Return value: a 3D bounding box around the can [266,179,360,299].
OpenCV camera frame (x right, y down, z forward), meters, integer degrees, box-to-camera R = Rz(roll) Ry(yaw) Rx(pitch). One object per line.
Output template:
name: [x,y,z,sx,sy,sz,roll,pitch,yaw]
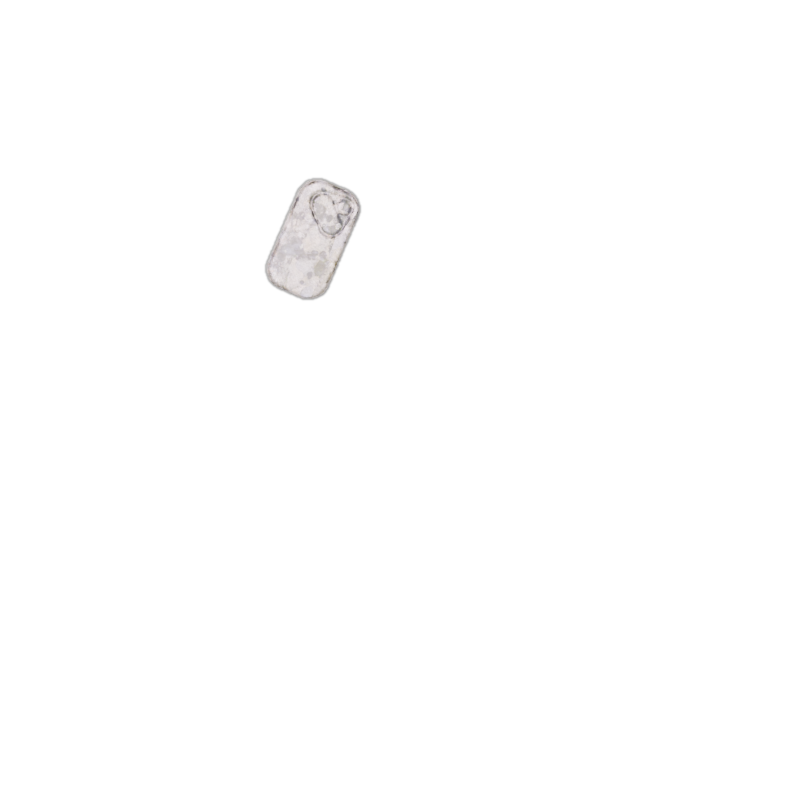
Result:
can: [-0.078,-0.142,0.995,0.057,0.102,0.084,23,0,-4]
